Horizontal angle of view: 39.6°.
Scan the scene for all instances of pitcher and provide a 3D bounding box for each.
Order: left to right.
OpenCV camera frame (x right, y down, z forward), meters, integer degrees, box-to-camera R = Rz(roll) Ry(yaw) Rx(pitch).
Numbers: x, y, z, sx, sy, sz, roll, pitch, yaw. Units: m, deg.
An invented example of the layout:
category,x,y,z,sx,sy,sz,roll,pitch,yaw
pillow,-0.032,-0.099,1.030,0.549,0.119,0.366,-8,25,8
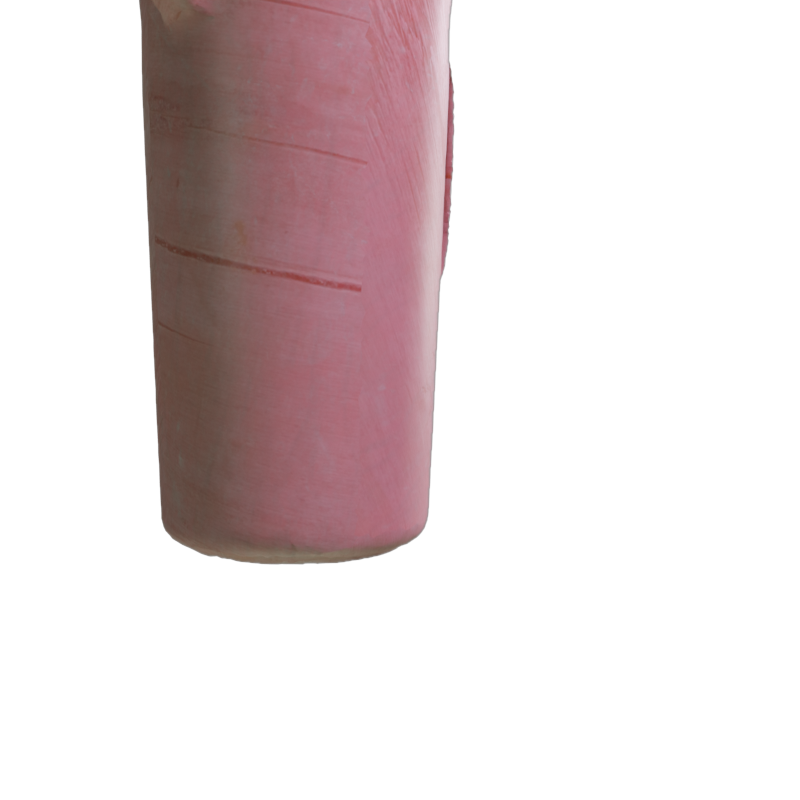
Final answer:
category,x,y,z,sx,sy,sz,roll,pitch,yaw
pitcher,-0.036,-0.066,0.464,0.148,0.245,0.146,0,-1,-8
